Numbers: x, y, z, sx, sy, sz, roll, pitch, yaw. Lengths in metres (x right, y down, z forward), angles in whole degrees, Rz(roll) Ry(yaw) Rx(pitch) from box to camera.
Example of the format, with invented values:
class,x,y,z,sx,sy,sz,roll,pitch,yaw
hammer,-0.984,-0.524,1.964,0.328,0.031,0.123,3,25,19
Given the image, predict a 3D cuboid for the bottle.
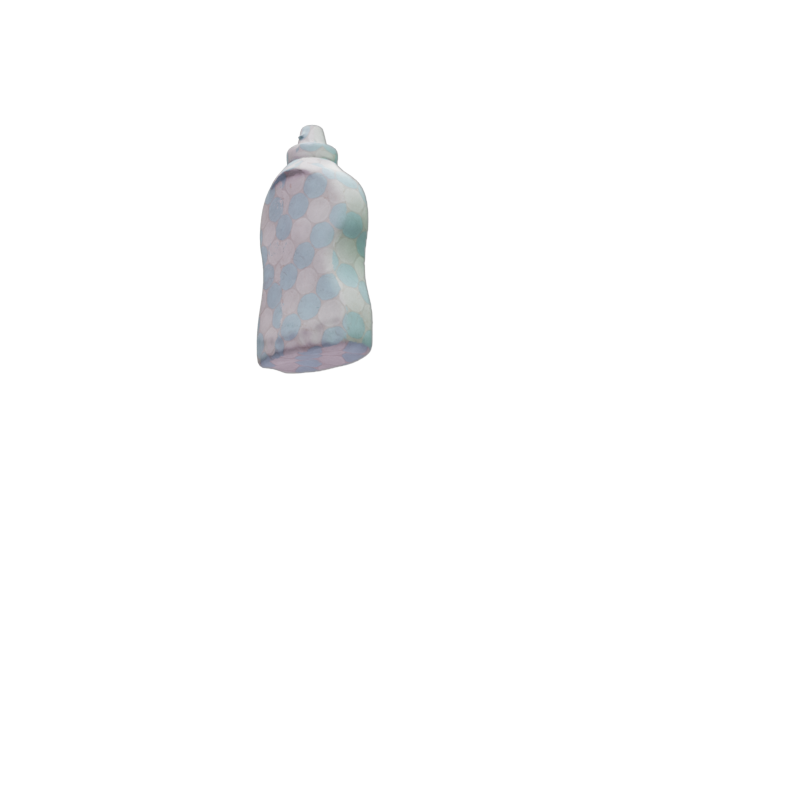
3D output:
class,x,y,z,sx,sy,sz,roll,pitch,yaw
bottle,-0.067,-0.122,0.854,0.097,0.200,0.055,-18,-25,41
